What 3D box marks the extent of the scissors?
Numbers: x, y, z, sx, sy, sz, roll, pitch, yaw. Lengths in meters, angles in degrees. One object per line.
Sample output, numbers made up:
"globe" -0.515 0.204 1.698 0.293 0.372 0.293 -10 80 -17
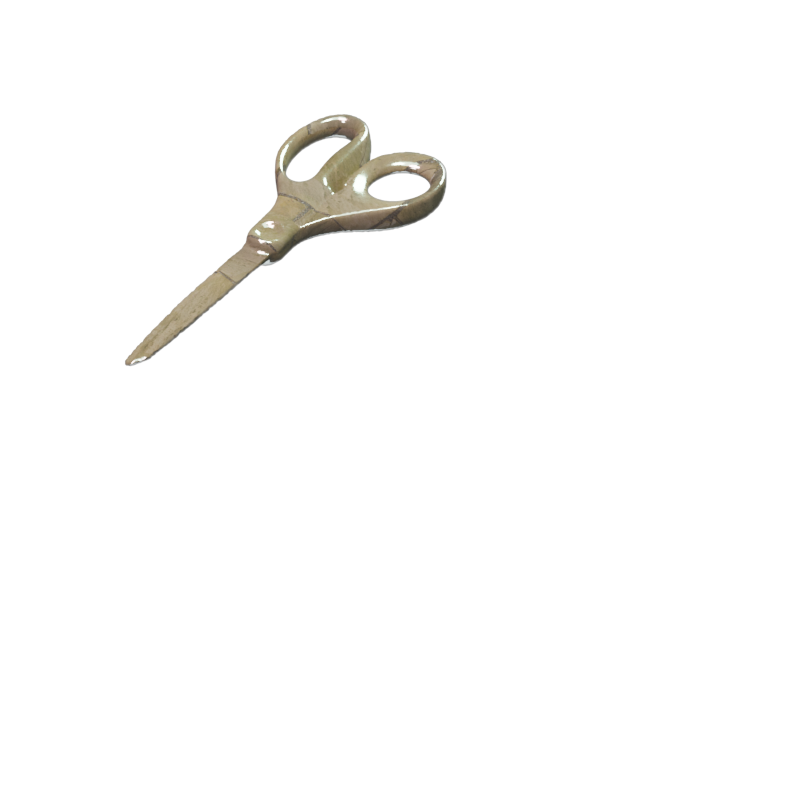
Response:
"scissors" -0.040 -0.073 0.514 0.098 0.015 0.212 11 45 11
